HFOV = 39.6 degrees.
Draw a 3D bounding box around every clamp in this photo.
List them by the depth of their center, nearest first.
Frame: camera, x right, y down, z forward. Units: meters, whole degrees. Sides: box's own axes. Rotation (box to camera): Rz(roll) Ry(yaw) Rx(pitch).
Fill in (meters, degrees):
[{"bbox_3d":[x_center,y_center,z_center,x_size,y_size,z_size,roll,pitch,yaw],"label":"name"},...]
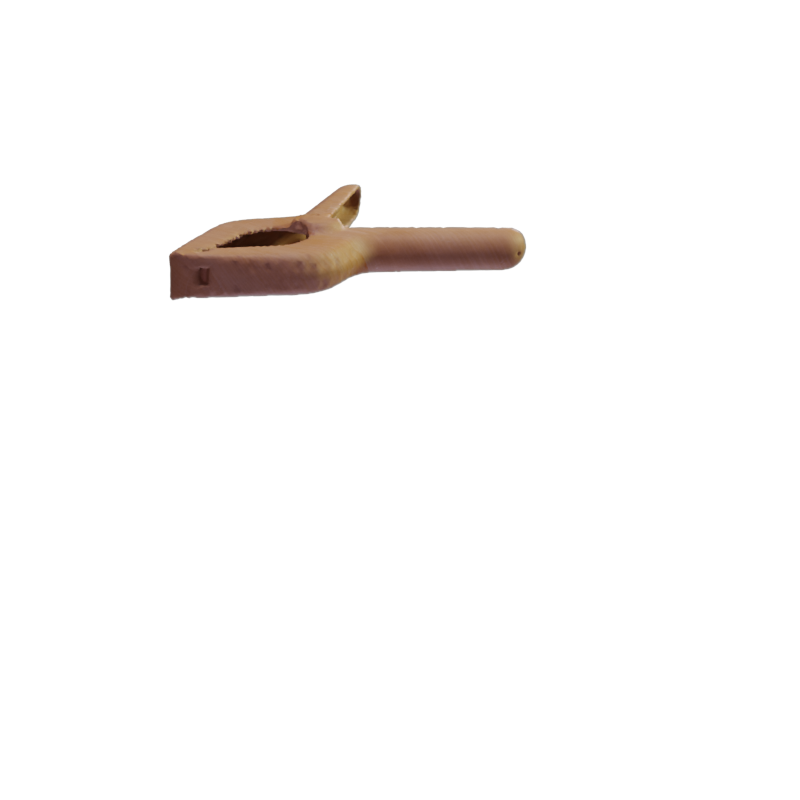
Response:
[{"bbox_3d":[-0.053,-0.097,0.679,0.205,0.035,0.175,-14,26,-31],"label":"clamp"}]
